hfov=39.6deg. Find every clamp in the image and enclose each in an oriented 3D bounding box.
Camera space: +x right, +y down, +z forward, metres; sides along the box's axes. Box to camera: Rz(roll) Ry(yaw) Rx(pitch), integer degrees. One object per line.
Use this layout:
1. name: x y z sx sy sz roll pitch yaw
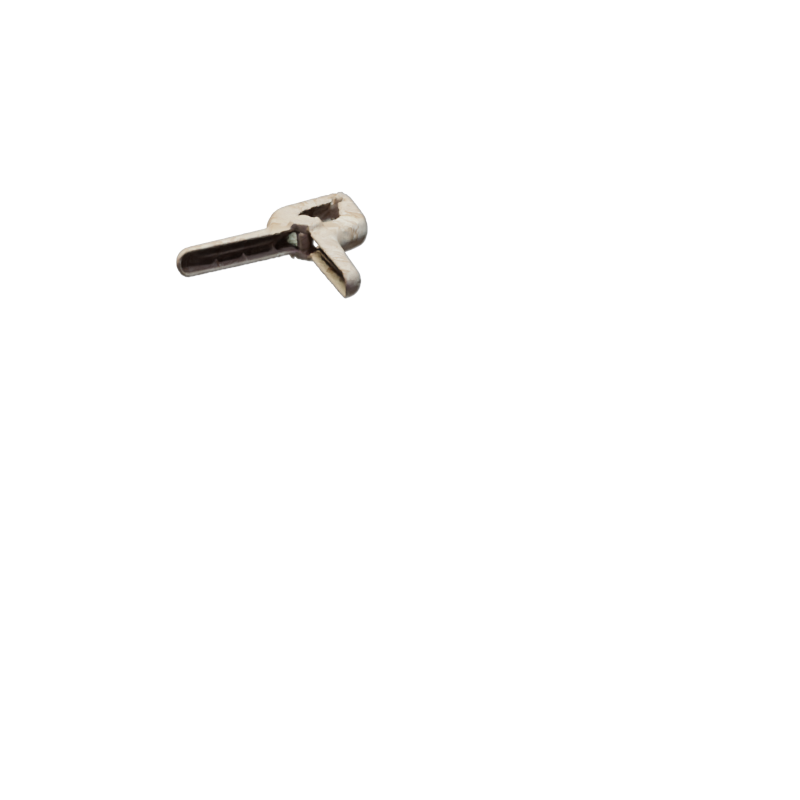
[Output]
1. clamp: -0.078 -0.142 0.997 0.171 0.035 0.213 12 29 23
